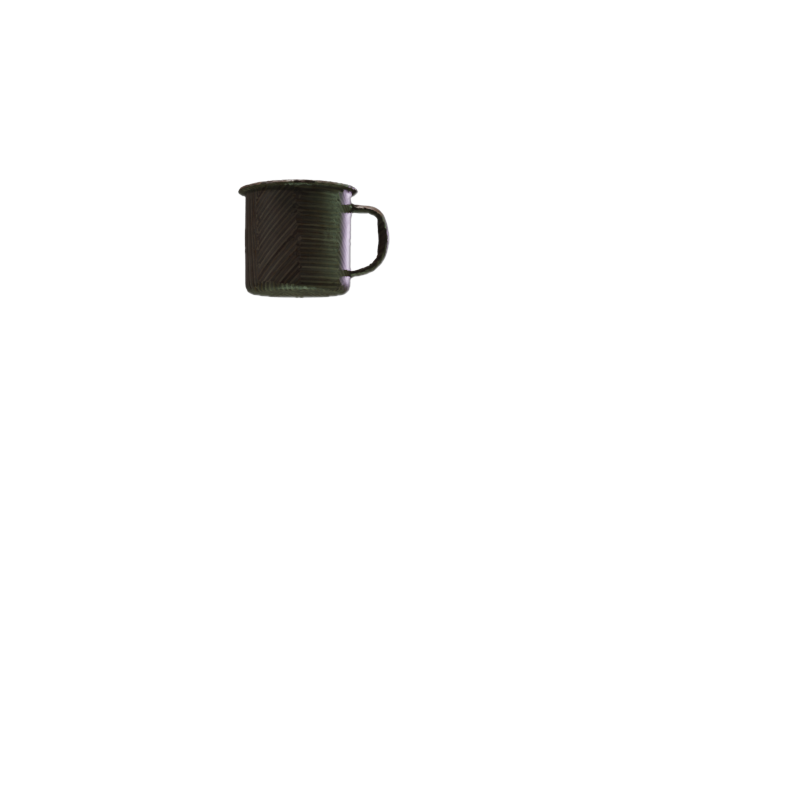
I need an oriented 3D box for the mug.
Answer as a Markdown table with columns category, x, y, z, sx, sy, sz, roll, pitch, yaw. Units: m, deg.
| category | x | y | z | sx | sy | sz | roll | pitch | yaw |
| --- | --- | --- | --- | --- | --- | --- | --- | --- | --- |
| mug | -0.067 | -0.122 | 0.856 | 0.117 | 0.083 | 0.092 | 0 | -3 | 1 |
